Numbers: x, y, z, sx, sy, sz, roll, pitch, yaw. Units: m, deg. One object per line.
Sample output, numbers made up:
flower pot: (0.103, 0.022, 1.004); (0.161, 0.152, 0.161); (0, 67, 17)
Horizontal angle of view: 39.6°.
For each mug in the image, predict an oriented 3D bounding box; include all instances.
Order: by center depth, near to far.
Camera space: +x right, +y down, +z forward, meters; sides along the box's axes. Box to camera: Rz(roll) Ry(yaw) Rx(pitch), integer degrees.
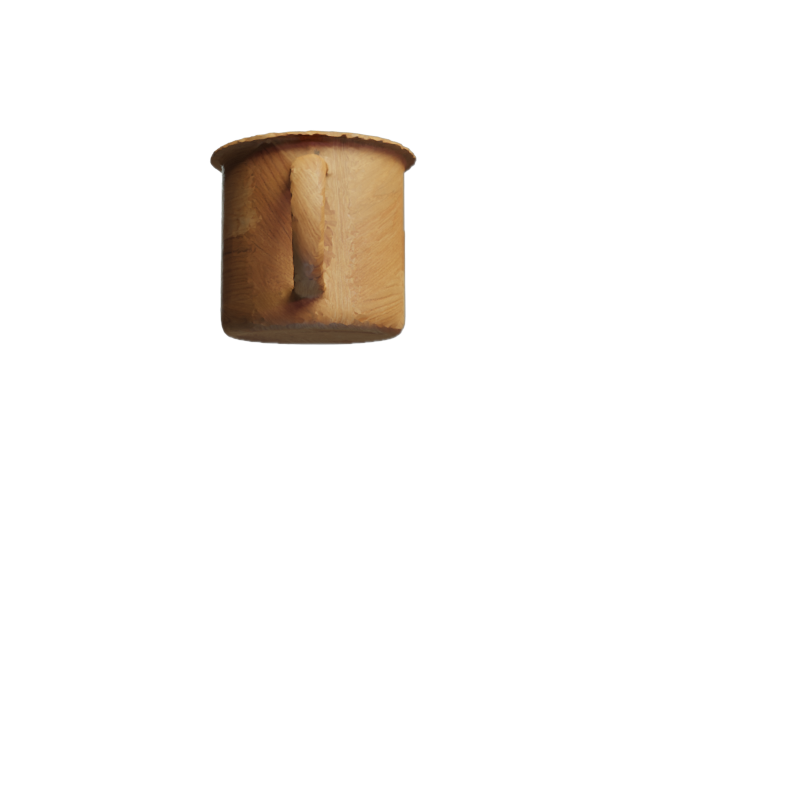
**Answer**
mug: (-0.038, -0.069, 0.483); (0.093, 0.083, 0.115); (0, -5, -4)
